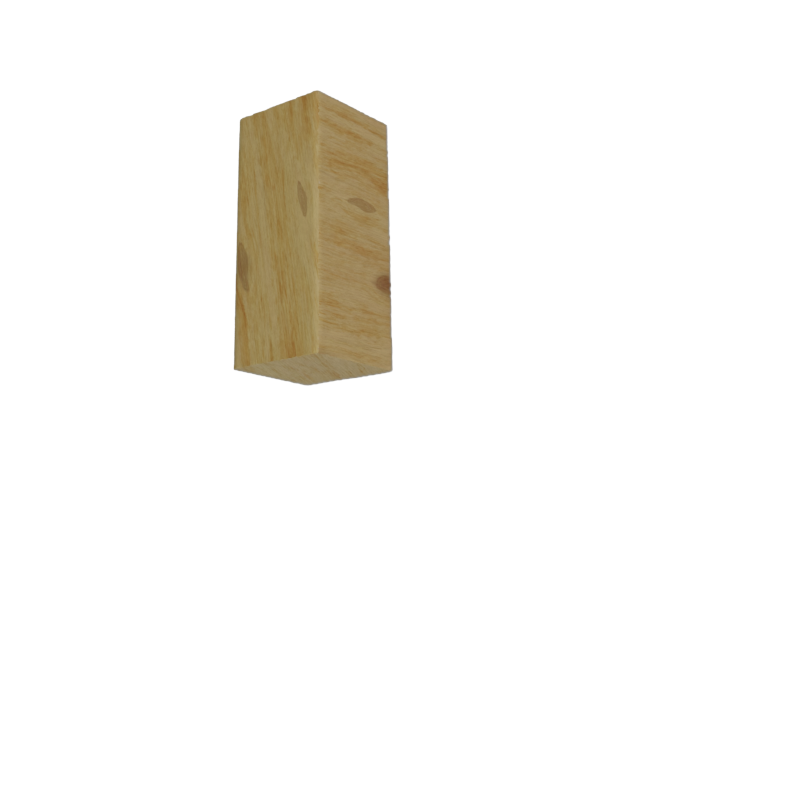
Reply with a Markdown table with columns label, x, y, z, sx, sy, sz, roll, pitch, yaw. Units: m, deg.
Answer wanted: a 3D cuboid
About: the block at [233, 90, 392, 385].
| label | x | y | z | sx | sy | sz | roll | pitch | yaw |
| --- | --- | --- | --- | --- | --- | --- | --- | --- | --- |
| block | -0.069 | -0.125 | 0.874 | 0.092 | 0.215 | 0.085 | -14 | -21 | 37 |
